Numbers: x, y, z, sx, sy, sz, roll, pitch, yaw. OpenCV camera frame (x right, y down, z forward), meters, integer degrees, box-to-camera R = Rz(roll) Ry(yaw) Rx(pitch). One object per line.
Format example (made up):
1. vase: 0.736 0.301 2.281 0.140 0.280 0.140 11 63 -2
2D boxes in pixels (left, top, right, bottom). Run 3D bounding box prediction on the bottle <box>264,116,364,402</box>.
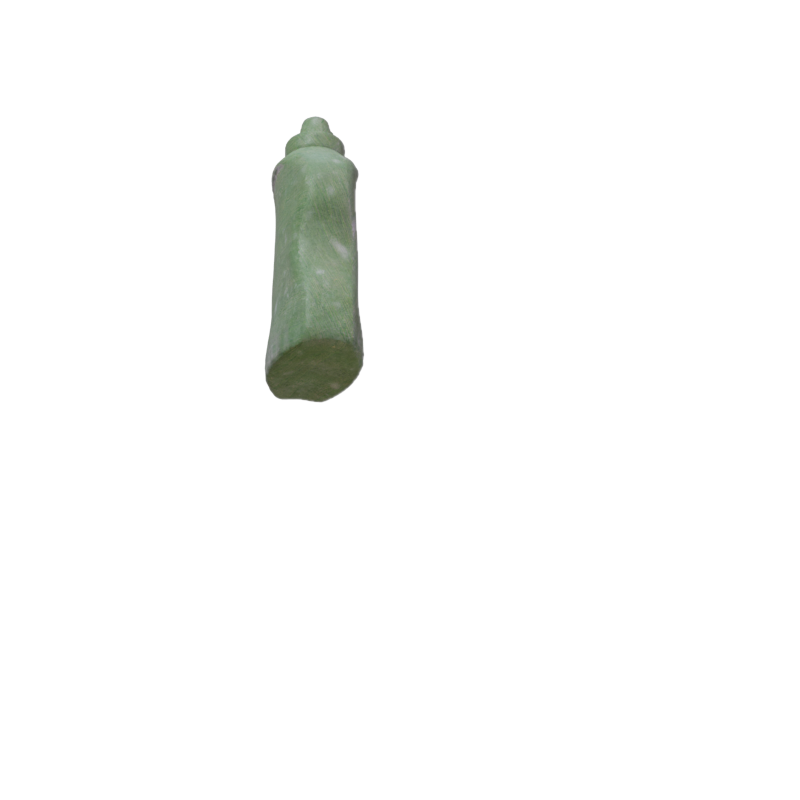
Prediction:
1. bottle: -0.056 -0.103 0.721 0.057 0.204 0.092 4 -29 -12
